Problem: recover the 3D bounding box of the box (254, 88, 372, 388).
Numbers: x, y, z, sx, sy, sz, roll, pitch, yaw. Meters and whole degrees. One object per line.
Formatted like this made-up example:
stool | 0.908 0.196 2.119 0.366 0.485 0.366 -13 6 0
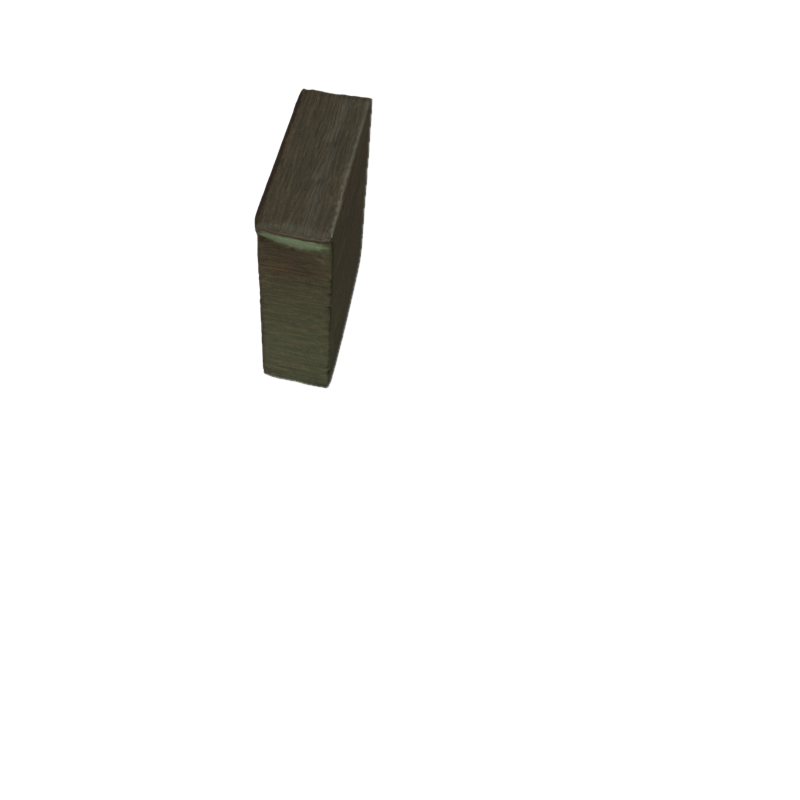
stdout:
box | -0.076 -0.139 0.974 0.072 0.174 0.200 10 -35 3
